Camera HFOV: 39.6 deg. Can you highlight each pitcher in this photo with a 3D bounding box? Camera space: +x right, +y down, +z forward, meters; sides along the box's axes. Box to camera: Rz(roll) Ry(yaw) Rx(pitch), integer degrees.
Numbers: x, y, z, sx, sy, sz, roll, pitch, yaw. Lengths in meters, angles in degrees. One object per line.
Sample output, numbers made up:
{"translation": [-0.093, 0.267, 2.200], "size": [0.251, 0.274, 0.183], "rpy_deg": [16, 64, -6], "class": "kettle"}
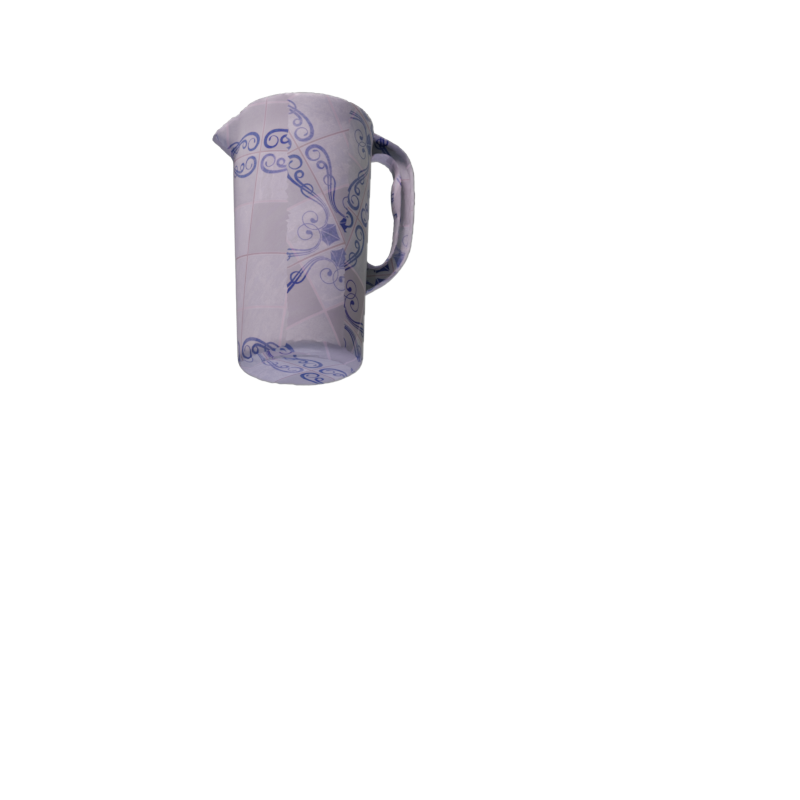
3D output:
{"translation": [-0.078, -0.142, 0.992], "size": [0.152, 0.255, 0.135], "rpy_deg": [-12, -23, 26], "class": "pitcher"}
